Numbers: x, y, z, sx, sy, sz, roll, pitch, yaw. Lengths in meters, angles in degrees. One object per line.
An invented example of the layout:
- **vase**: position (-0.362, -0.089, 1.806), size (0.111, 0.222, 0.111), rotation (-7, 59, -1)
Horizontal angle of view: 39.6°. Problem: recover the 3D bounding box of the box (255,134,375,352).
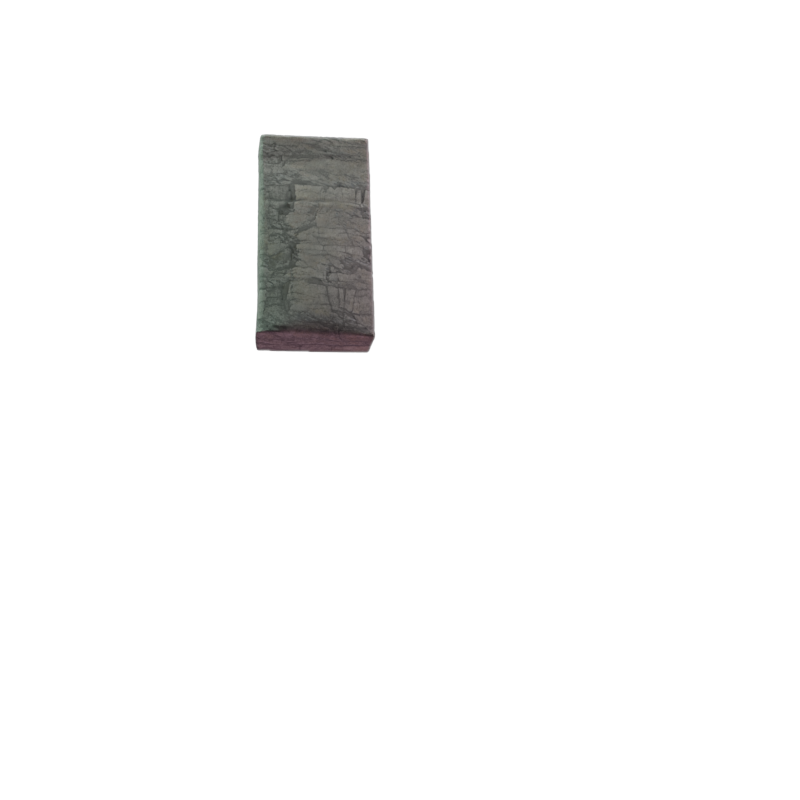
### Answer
- **box**: position (-0.070, -0.128, 0.901), size (0.093, 0.186, 0.046), rotation (1, -24, -6)
